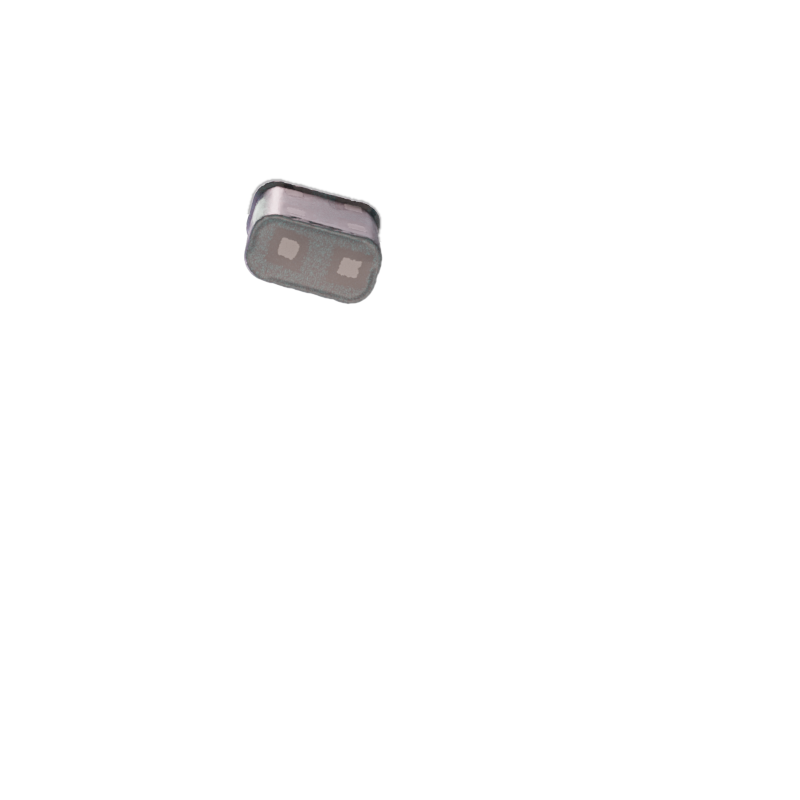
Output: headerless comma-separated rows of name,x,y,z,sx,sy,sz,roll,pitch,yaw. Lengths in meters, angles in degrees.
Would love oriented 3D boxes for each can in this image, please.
can,-0.064,-0.117,0.822,0.101,0.055,0.088,14,22,-7
